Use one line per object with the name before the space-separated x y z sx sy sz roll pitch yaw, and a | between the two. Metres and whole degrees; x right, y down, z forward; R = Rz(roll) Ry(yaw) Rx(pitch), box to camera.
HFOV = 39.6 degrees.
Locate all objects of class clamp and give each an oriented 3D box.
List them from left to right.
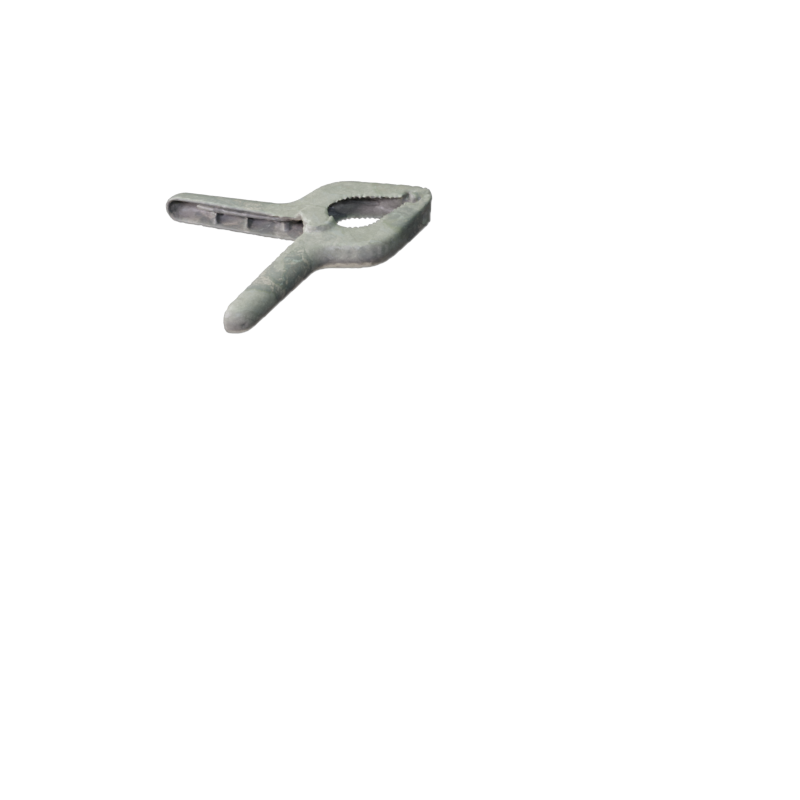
clamp | -0.068 -0.124 0.871 0.208 0.034 0.178 -11 45 -12
